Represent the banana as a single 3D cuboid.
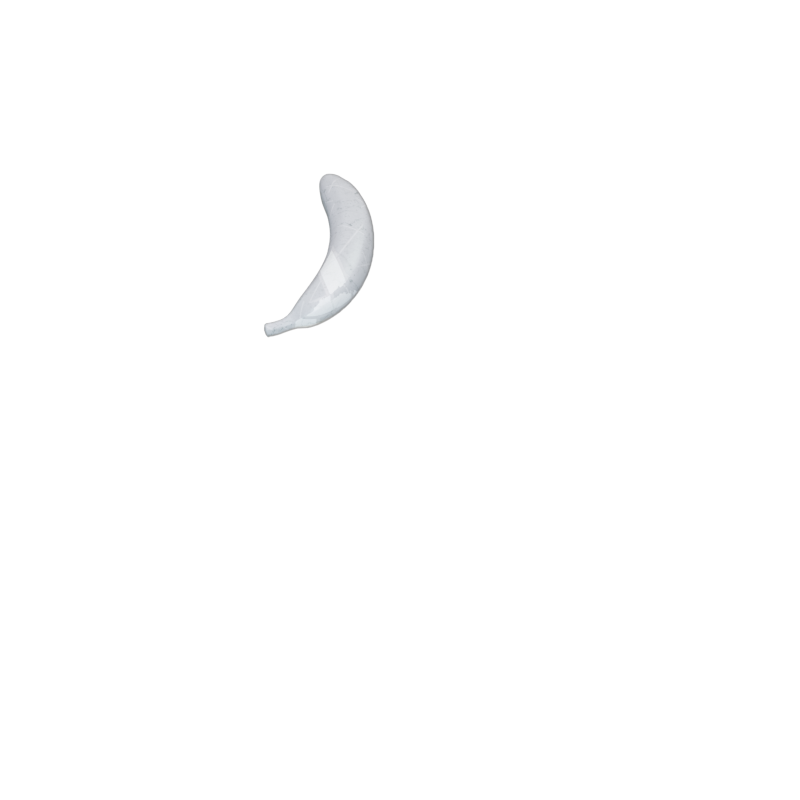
[{"bbox_3d":[-0.056,-0.127,0.925,0.071,0.209,0.034,8,-44,7],"label":"banana"}]
